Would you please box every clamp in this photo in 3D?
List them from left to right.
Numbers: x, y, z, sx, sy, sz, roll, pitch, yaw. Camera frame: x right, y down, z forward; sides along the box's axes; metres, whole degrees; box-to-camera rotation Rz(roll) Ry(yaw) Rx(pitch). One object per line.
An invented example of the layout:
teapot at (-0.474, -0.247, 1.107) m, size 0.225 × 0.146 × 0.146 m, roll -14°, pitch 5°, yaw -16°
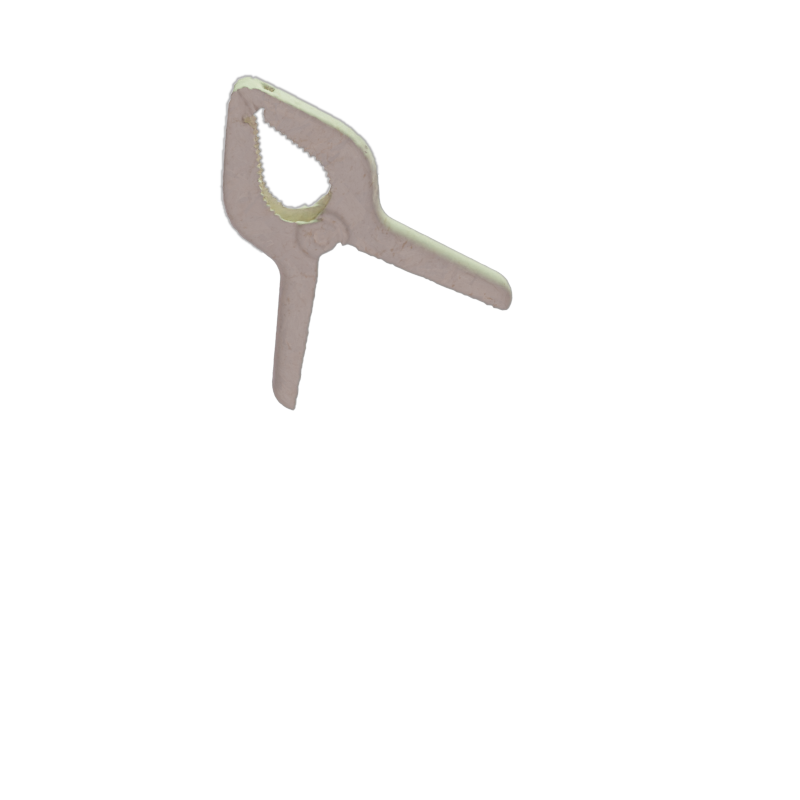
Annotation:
clamp at (-0.053, -0.096, 0.674) m, size 0.164 × 0.200 × 0.038 m, roll -33°, pitch 19°, yaw 13°
